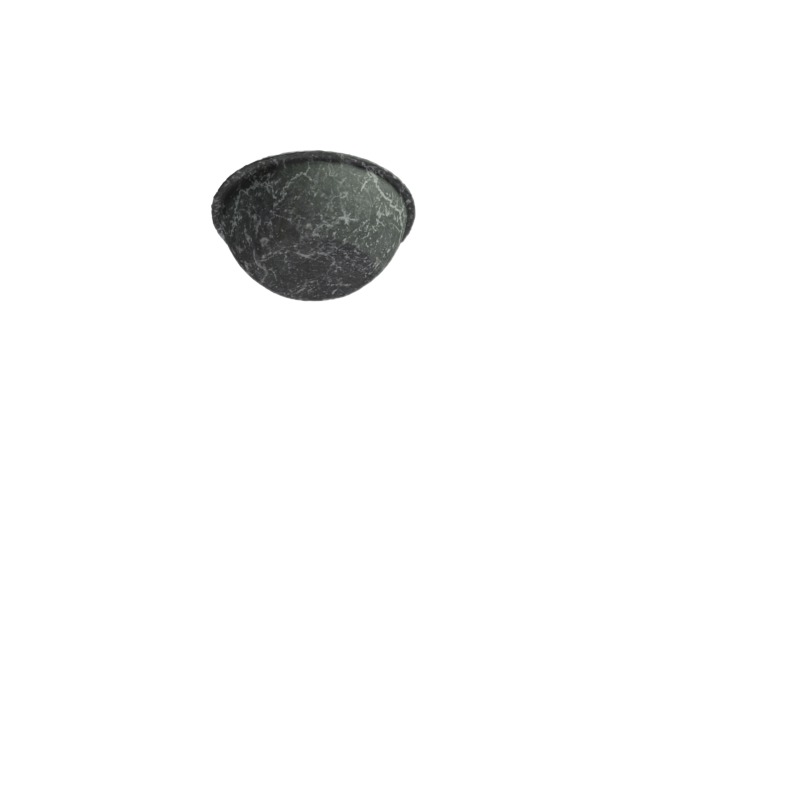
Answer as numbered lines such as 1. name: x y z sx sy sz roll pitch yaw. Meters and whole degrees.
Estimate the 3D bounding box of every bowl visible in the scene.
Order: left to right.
1. bowl: -0.068 -0.123 0.863 0.162 0.059 0.152 1 -29 -2
